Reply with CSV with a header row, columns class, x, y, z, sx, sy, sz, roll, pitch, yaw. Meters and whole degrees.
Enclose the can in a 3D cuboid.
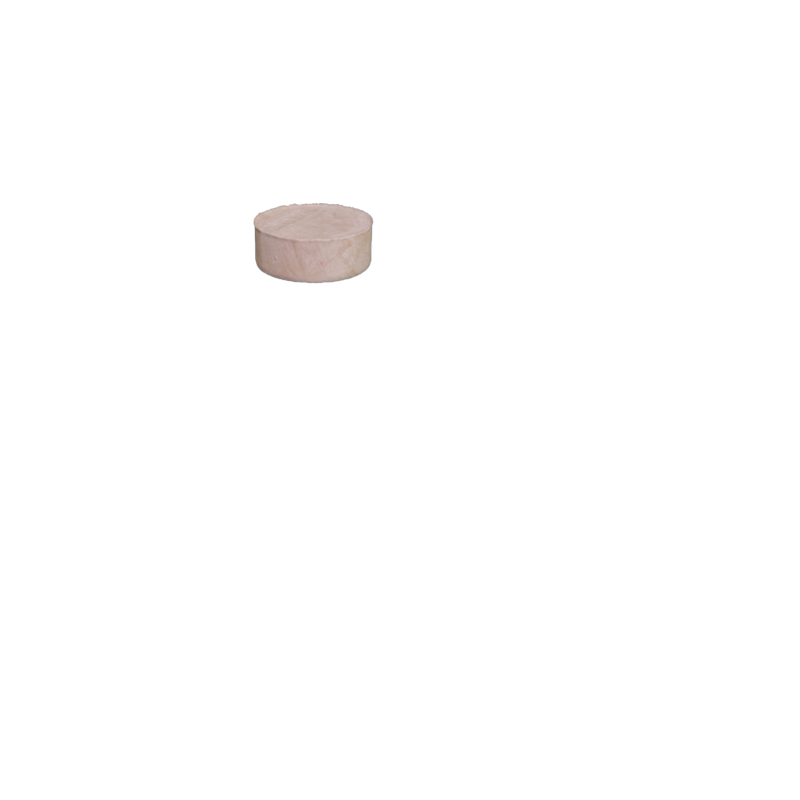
class,x,y,z,sx,sy,sz,roll,pitch,yaw
can,-0.062,-0.114,0.797,0.086,0.032,0.090,-1,25,-2
